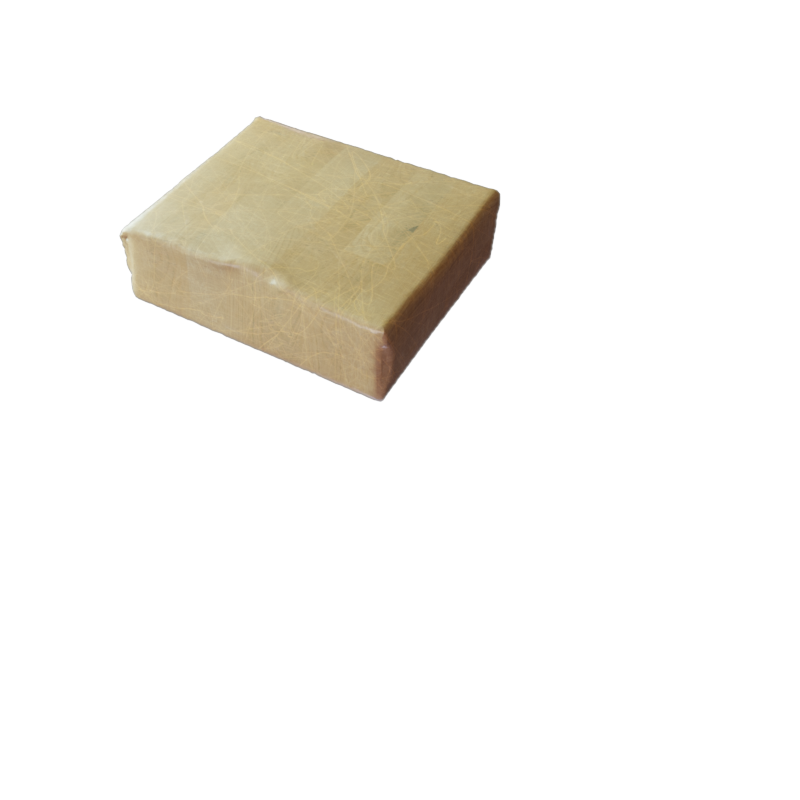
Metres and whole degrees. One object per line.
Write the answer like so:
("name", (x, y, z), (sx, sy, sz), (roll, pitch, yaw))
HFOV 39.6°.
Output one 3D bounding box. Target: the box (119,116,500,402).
("box", (-0.026, -0.047, 0.332), (0.093, 0.028, 0.075), (22, 47, 22))
